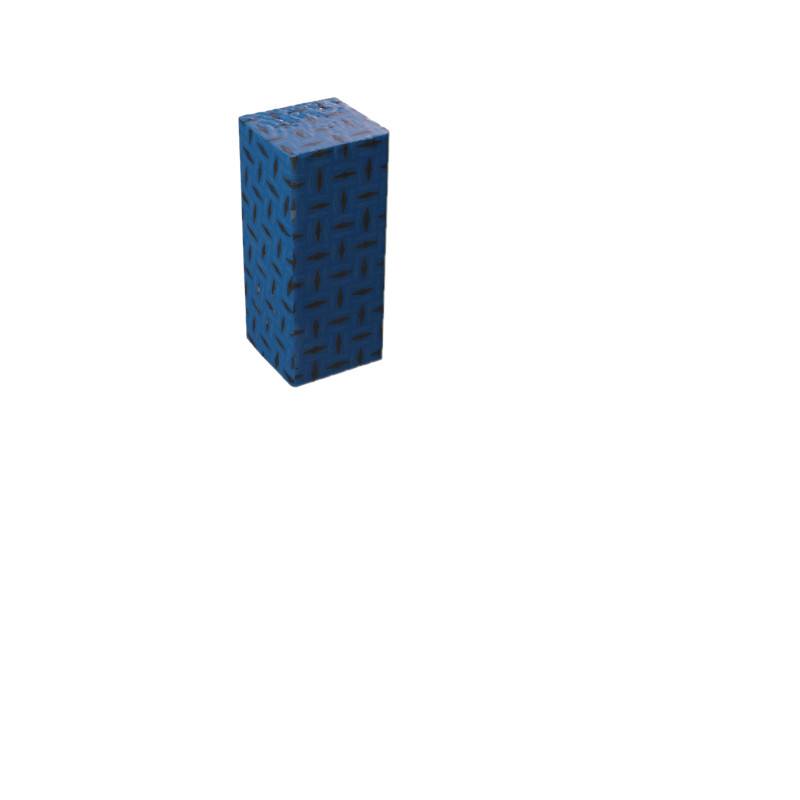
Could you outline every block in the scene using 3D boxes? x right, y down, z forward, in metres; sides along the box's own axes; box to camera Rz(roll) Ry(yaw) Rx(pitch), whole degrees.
[{"bbox_3d":[-0.070,-0.128,0.897,0.089,0.194,0.097,-16,35,-27],"label":"block"}]
